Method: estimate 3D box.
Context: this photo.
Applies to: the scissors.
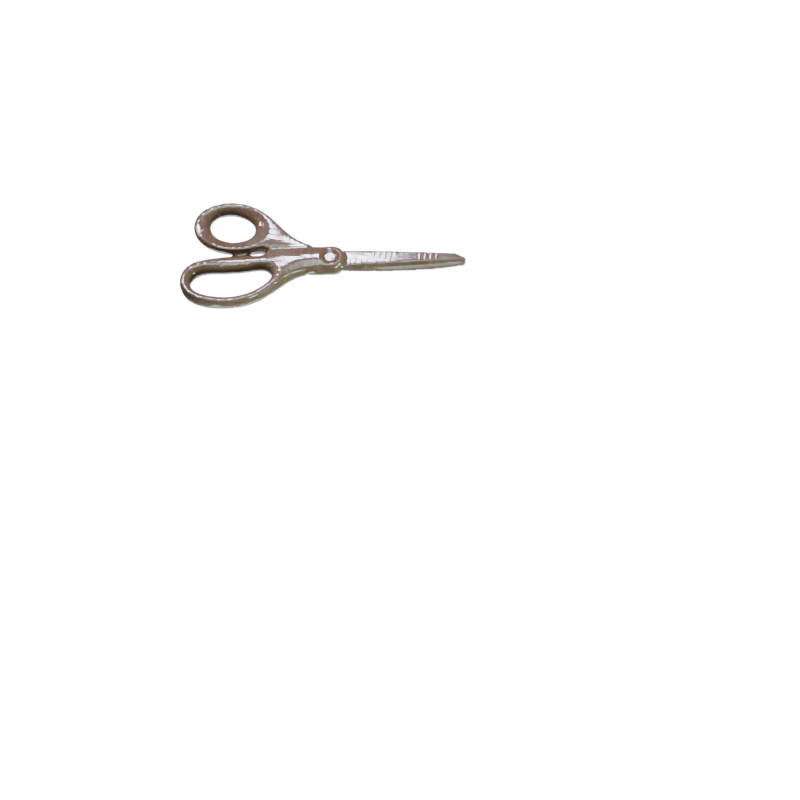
[{"bbox_3d":[-0.063,-0.115,0.806,0.200,0.103,0.015,-14,-32,-9],"label":"scissors"}]
